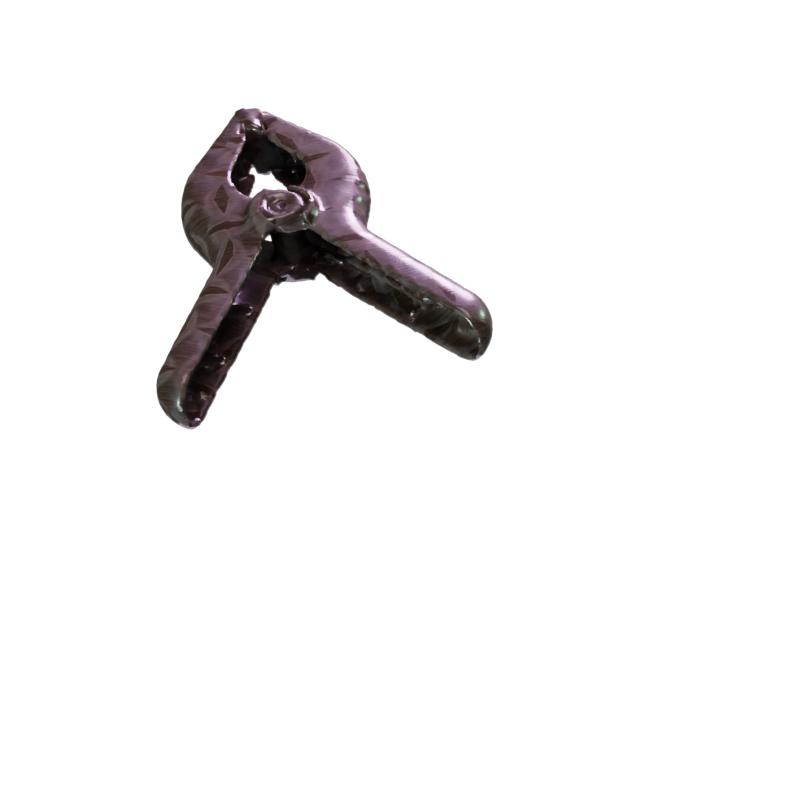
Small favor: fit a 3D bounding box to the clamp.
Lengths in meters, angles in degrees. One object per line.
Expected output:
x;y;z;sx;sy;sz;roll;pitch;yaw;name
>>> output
-0.035;-0.063;0.443;0.119;0.185;0.036;-4;-44;-5;clamp
